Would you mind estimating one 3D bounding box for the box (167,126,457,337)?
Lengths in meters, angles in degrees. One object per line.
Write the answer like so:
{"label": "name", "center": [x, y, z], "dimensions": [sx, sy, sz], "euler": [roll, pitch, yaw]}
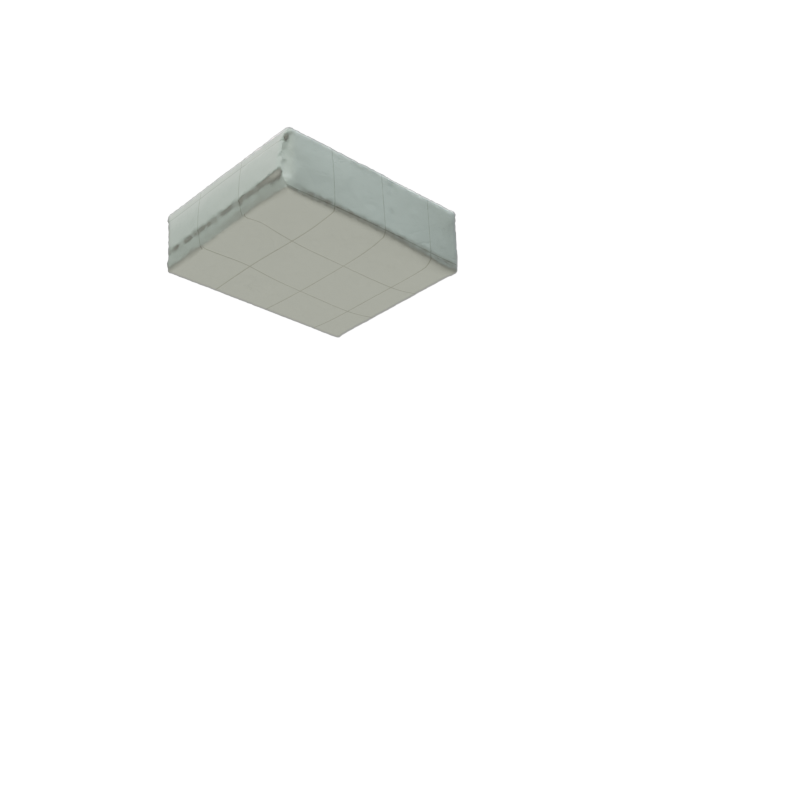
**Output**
{"label": "box", "center": [-0.041, -0.076, 0.531], "dimensions": [0.107, 0.041, 0.090], "euler": [23, -36, -37]}
